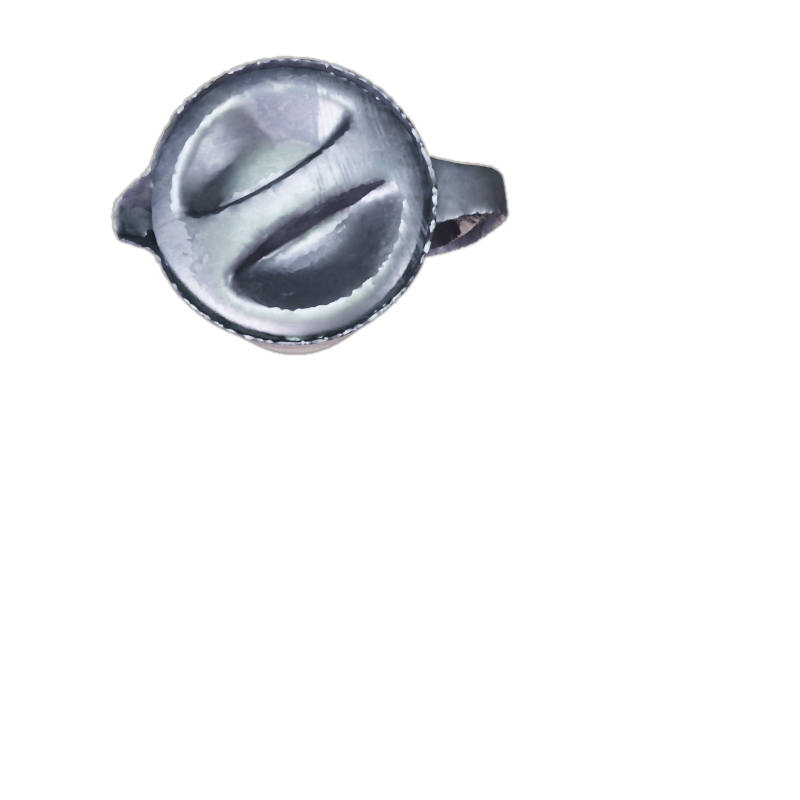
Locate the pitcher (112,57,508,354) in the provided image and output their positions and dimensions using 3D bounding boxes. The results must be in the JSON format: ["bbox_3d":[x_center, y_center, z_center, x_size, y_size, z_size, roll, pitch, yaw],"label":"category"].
[{"bbox_3d":[-0.048,-0.087,0.613,0.151,0.146,0.240,39,-5,0],"label":"pitcher"}]
